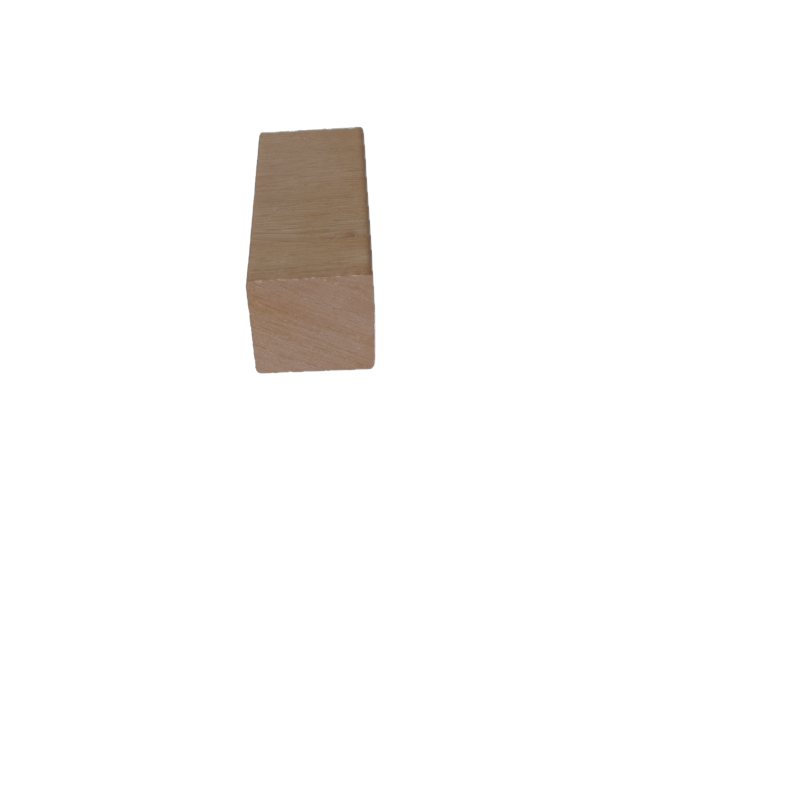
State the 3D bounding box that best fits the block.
[{"bbox_3d":[-0.068,-0.124,0.875,0.091,0.084,0.221,-3,41,-1],"label":"block"}]
